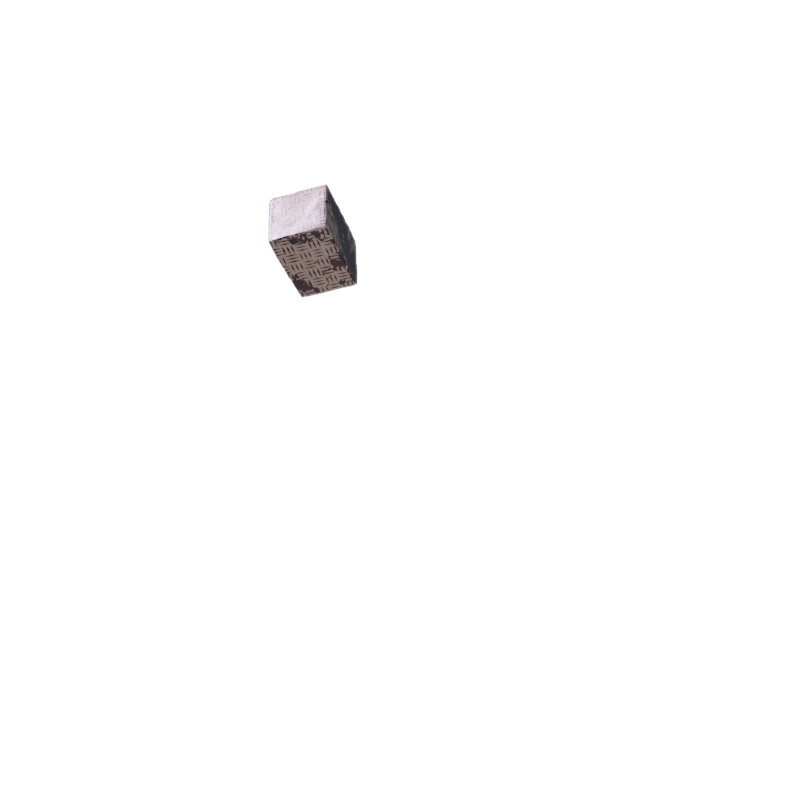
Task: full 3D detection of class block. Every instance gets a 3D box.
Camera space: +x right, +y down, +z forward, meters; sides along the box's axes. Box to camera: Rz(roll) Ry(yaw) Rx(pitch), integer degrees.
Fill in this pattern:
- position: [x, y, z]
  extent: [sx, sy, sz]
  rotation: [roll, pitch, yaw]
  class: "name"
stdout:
- position: [-0.073, -0.133, 0.932]
  extent: [0.053, 0.055, 0.072]
  rotation: [-13, -40, 13]
  class: "block"
